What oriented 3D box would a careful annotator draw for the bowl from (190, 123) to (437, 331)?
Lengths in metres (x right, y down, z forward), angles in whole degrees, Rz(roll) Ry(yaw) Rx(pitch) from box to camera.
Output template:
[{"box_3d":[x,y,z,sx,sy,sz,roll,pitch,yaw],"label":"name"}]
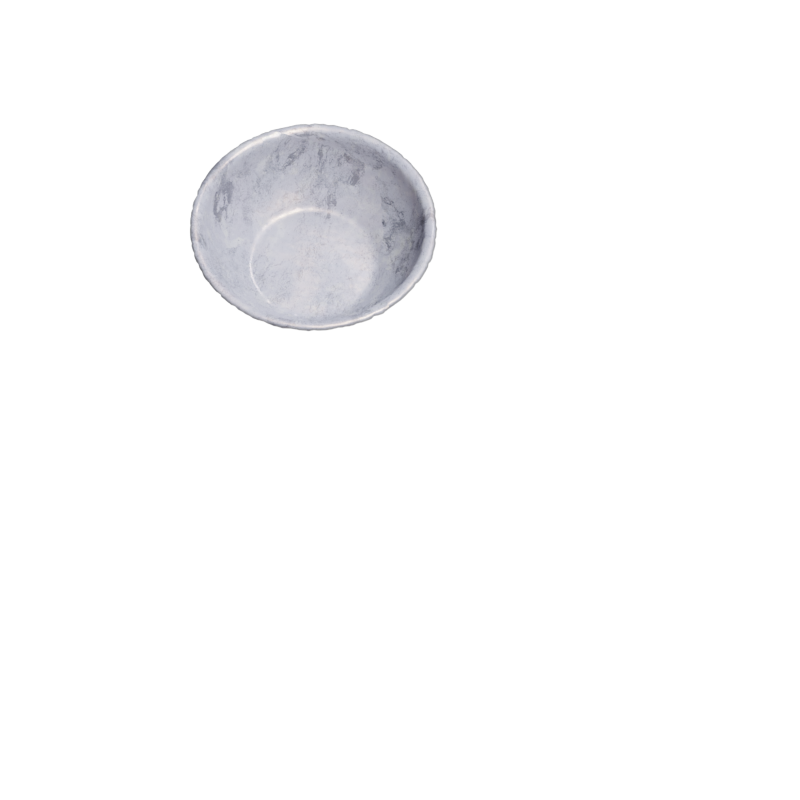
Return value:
[{"box_3d":[-0.058,-0.106,0.744,0.162,0.173,0.052,-1,-30,-1],"label":"bowl"}]
